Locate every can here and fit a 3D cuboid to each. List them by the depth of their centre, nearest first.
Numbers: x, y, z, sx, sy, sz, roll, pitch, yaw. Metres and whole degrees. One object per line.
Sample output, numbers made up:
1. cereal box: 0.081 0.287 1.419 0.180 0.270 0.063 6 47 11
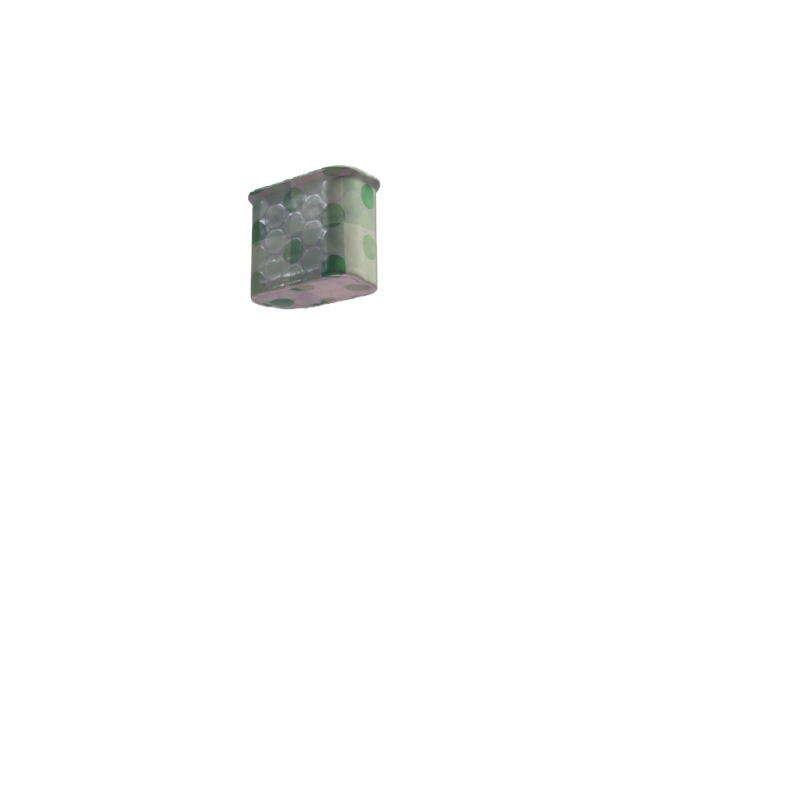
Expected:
1. can: -0.064 -0.117 0.820 0.104 0.087 0.054 -11 -20 34
